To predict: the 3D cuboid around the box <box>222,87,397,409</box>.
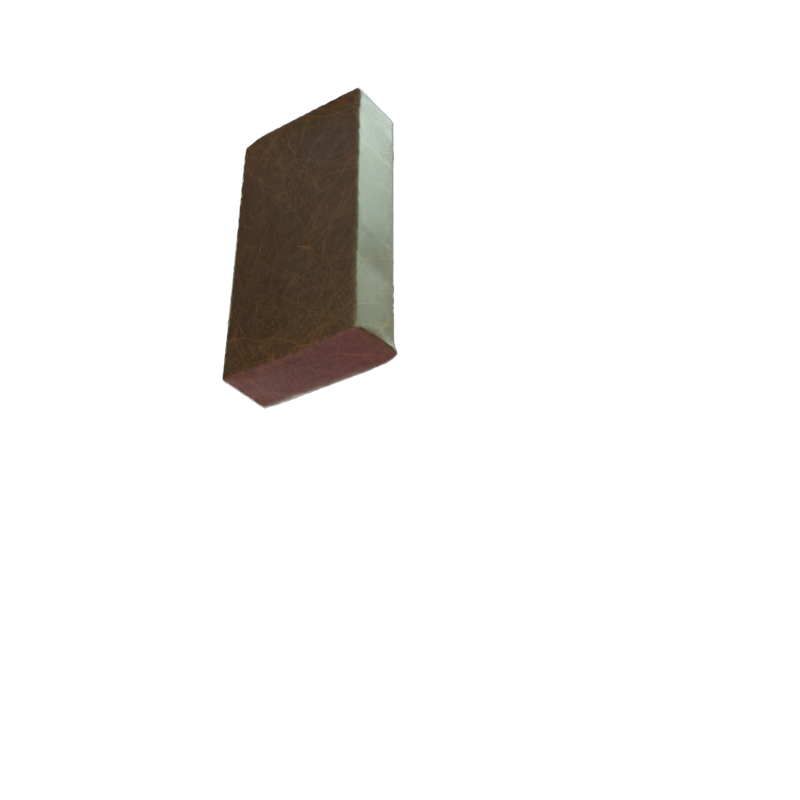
[{"bbox_3d":[-0.051,-0.092,0.643,0.094,0.189,0.045,-22,-39,27],"label":"box"}]
